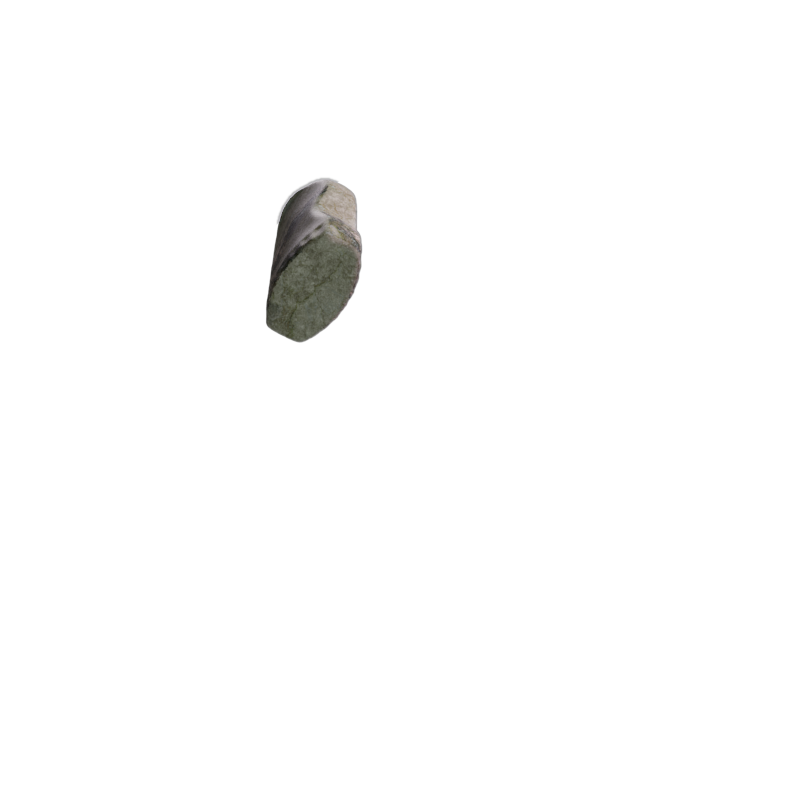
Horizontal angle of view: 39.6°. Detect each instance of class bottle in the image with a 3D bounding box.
[{"bbox_3d":[-0.071,-0.130,0.915,0.057,0.093,0.203,26,24,-17],"label":"bottle"}]
